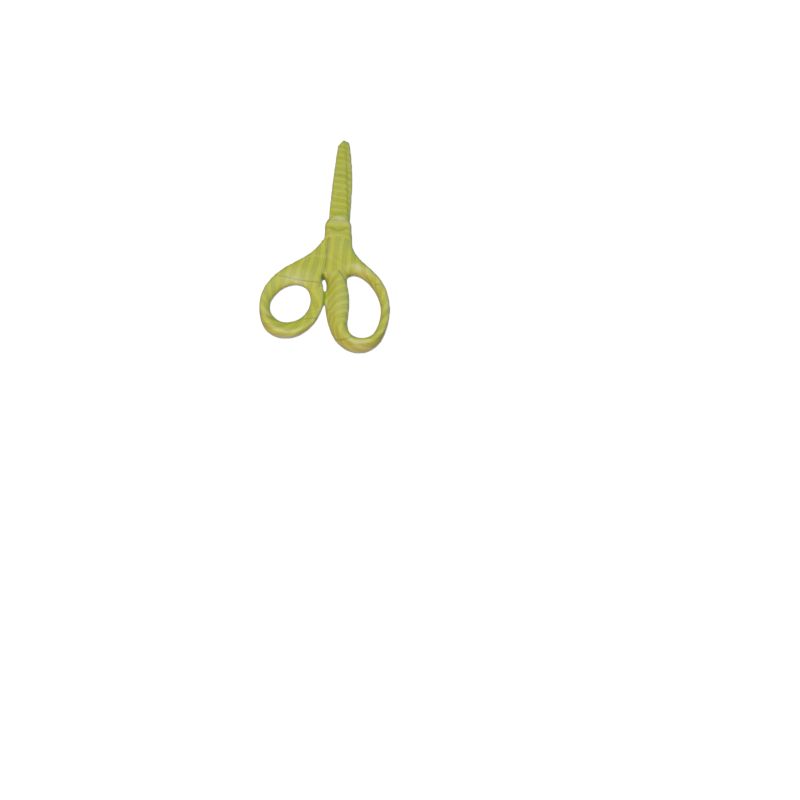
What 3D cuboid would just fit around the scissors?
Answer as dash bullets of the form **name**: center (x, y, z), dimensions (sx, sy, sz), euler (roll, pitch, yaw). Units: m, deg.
- **scissors**: center (-0.062, -0.112, 0.787), dimensions (0.095, 0.218, 0.015), euler (-10, -40, -9)
